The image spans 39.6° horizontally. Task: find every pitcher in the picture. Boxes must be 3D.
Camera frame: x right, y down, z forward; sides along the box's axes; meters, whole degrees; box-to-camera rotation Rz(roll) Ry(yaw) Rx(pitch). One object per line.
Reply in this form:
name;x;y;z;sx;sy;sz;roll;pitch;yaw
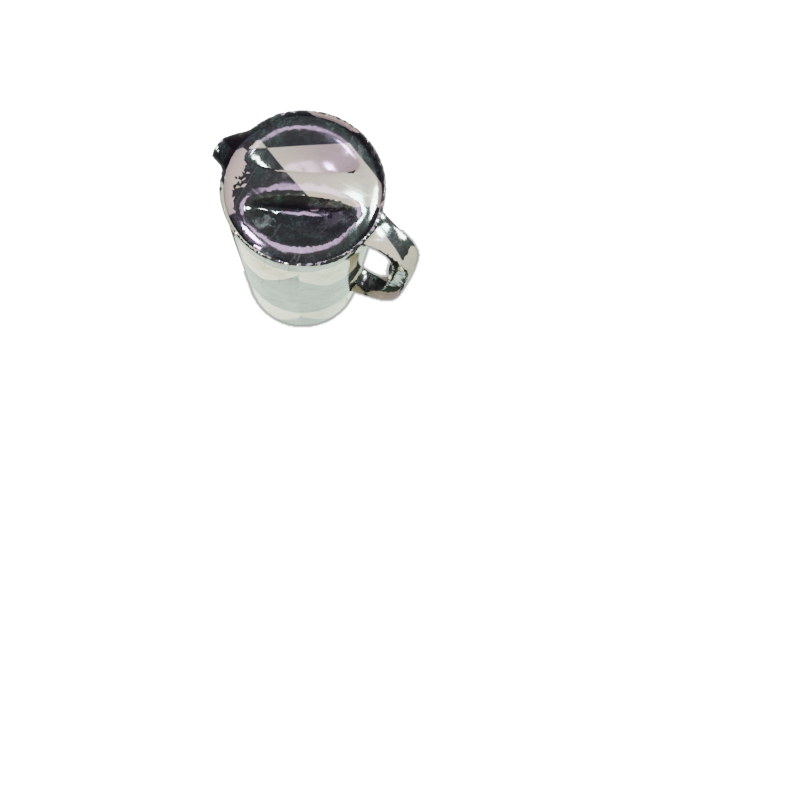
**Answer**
pitcher;-0.077;-0.141;0.985;0.144;0.156;0.234;-15;-13;-7
